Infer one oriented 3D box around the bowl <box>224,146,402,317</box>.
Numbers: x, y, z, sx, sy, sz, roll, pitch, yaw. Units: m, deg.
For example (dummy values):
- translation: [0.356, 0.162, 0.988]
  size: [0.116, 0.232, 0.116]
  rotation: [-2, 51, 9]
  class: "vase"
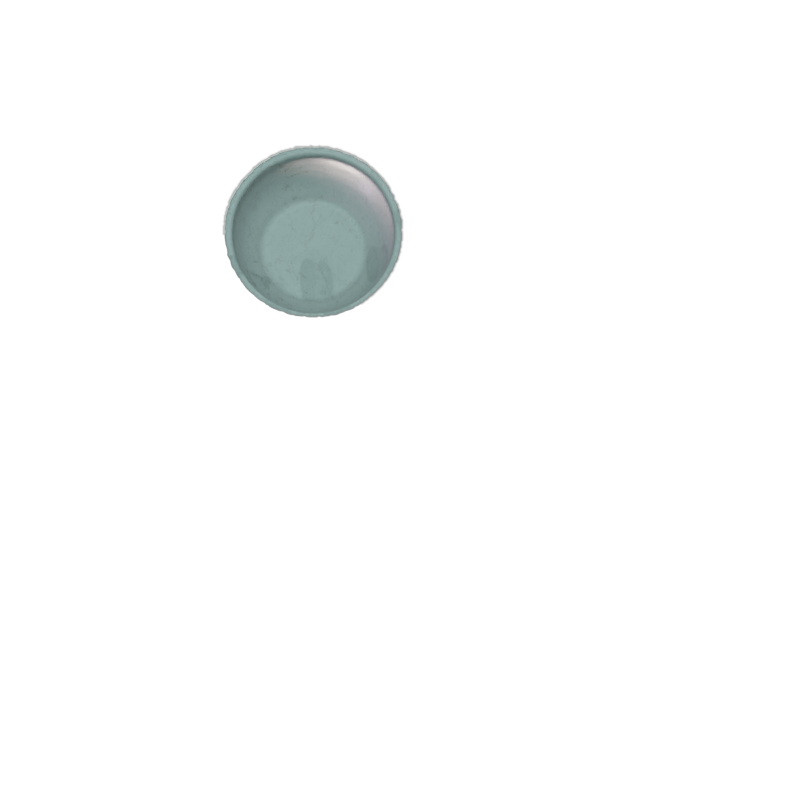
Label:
- translation: [-0.077, -0.140, 0.982]
  size: [0.162, 0.156, 0.057]
  rotation: [0, 18, -1]
  class: "bowl"
